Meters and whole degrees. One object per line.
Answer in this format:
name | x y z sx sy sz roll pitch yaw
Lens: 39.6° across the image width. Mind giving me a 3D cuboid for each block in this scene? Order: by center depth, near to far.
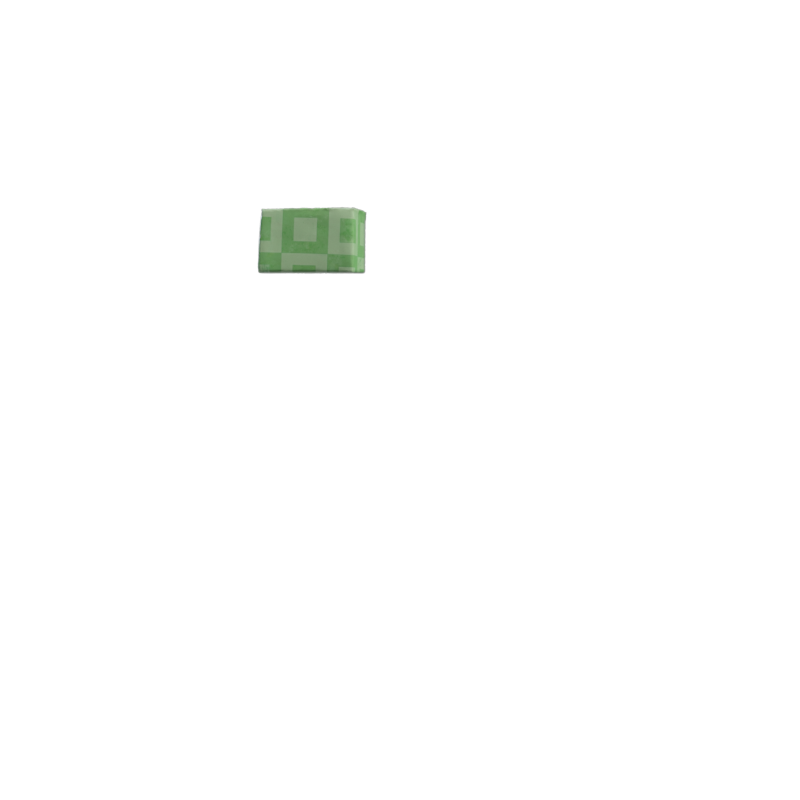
block | -0.069 -0.127 0.888 0.079 0.051 0.052 1 2 12
